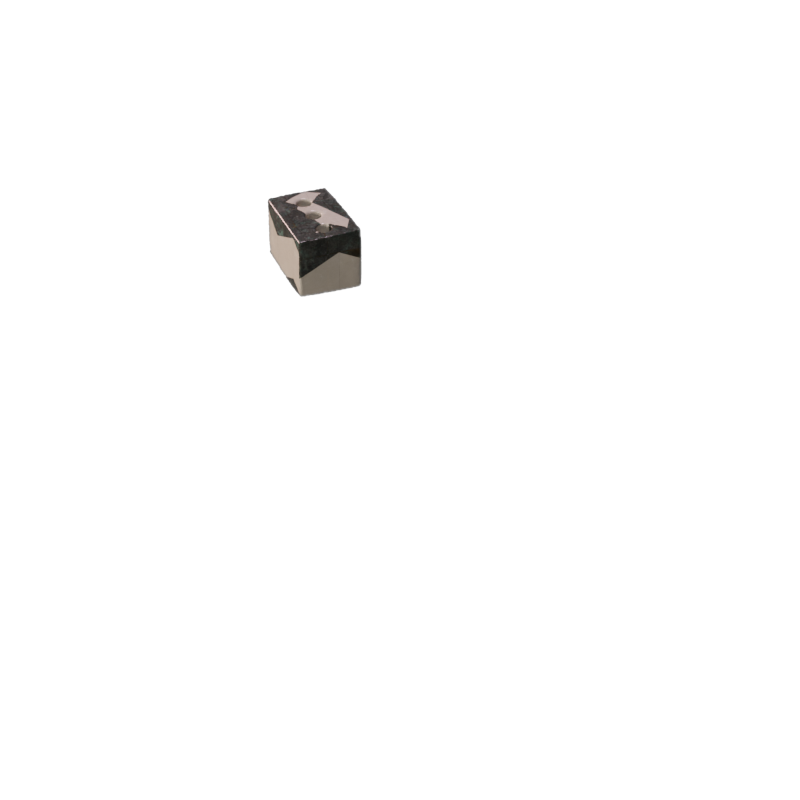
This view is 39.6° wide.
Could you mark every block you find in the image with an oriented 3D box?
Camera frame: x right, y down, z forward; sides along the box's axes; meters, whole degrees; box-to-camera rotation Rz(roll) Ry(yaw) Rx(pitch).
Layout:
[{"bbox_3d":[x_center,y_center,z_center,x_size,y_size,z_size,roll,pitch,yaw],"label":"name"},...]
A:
[{"bbox_3d":[-0.069,-0.127,0.887,0.052,0.048,0.084,-13,37,-20],"label":"block"}]
